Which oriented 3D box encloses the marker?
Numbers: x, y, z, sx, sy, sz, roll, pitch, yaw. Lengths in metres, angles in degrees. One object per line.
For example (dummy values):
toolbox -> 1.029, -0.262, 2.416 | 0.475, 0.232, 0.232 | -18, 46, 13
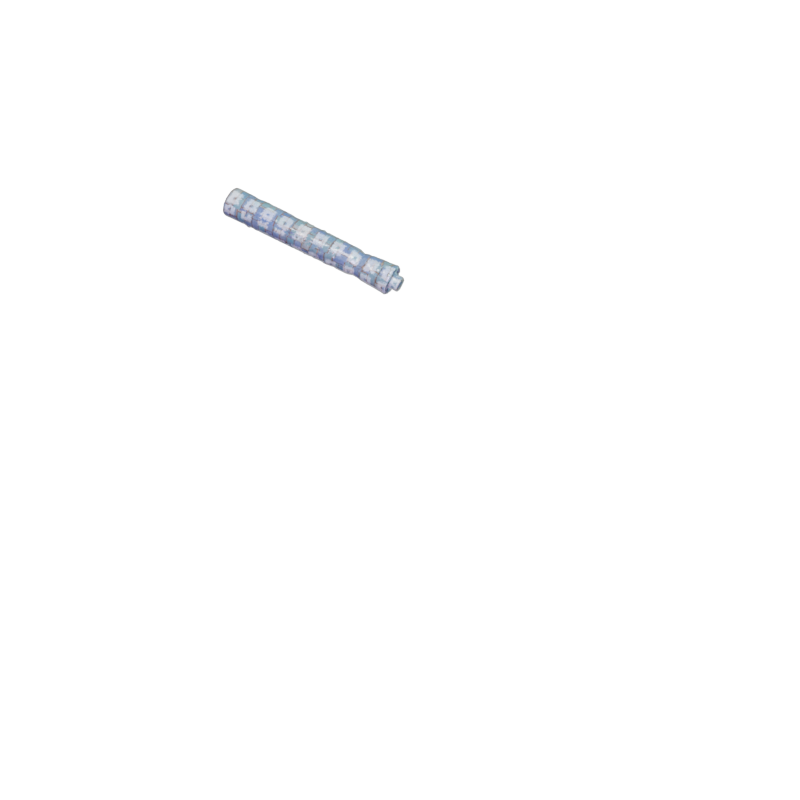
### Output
marker -> -0.053, -0.096, 0.674 | 0.126, 0.019, 0.019 | 28, 12, 17
